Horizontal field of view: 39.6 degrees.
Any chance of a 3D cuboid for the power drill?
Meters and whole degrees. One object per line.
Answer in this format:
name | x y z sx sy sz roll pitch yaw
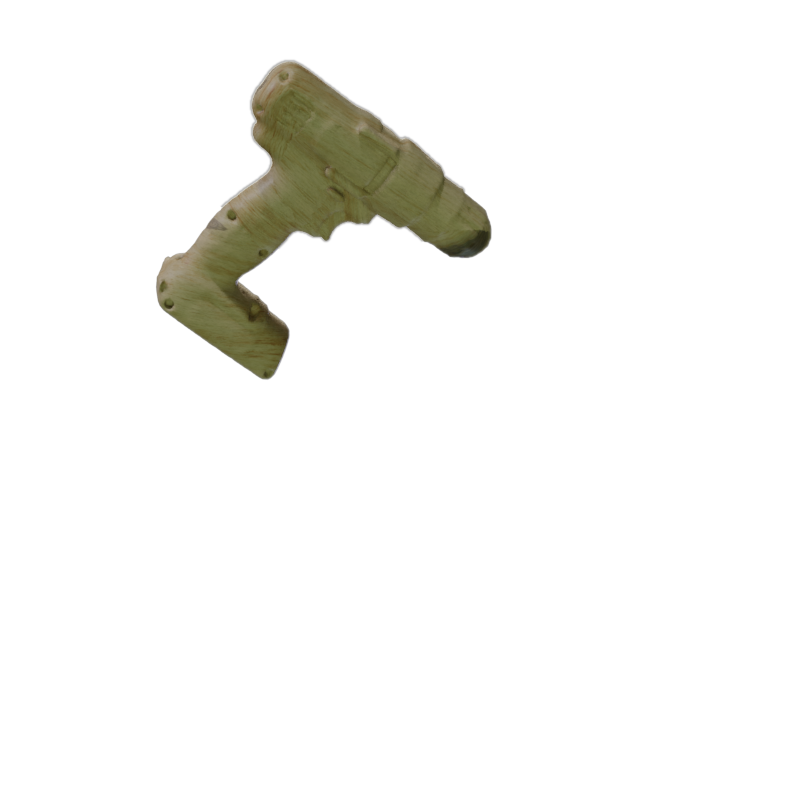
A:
power drill | -0.058 -0.105 0.738 0.179 0.185 0.060 37 16 -13
